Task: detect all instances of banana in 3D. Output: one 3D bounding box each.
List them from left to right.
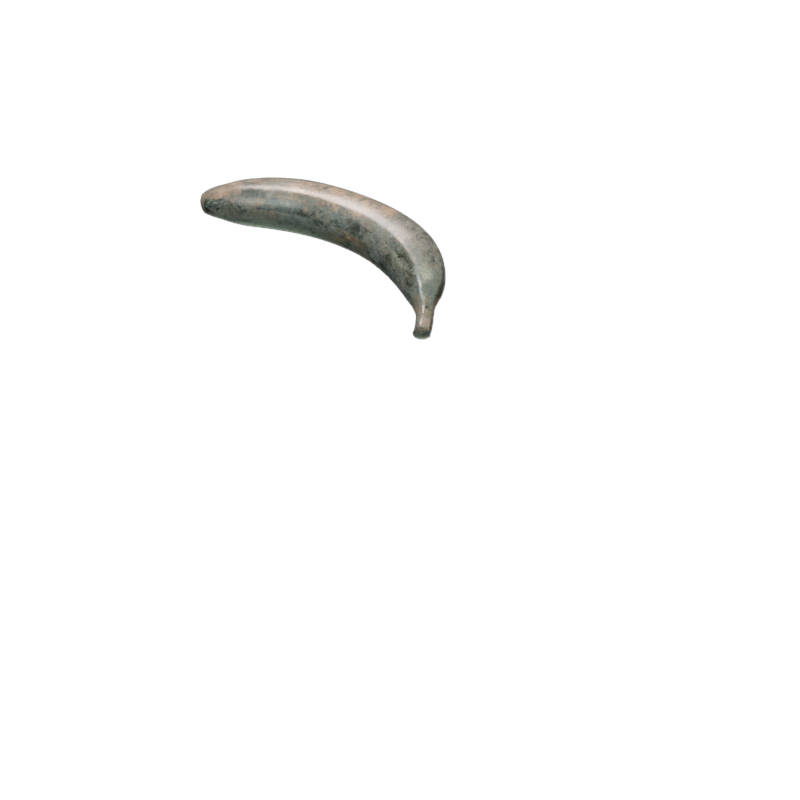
[{"bbox_3d":[-0.041,-0.110,0.723,0.210,0.034,0.070,31,49,30],"label":"banana"}]
